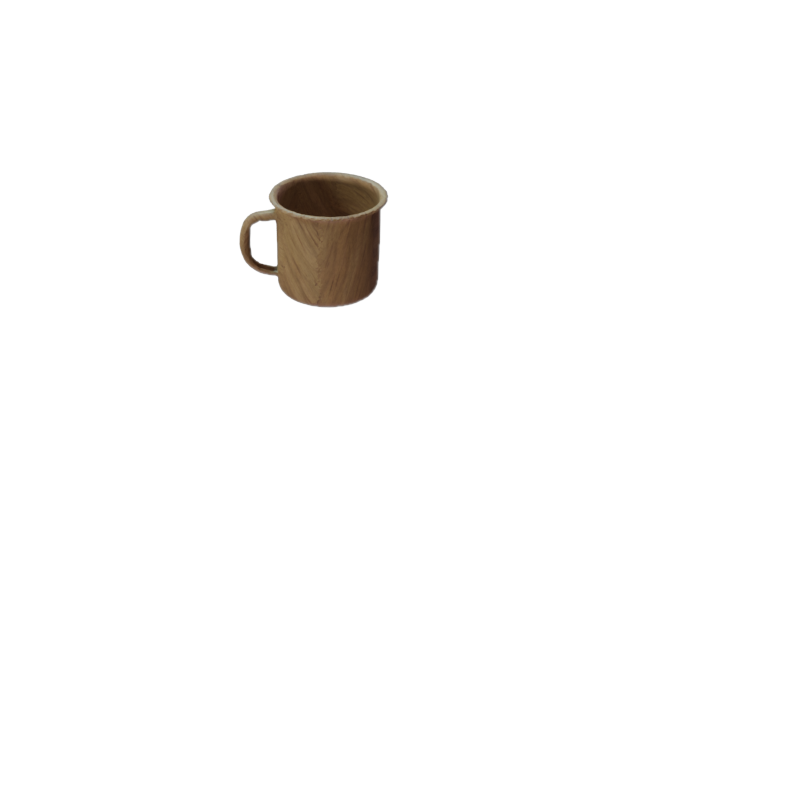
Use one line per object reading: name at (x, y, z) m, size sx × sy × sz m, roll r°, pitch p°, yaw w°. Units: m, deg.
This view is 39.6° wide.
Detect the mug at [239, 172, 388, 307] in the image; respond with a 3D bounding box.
mug at (-0.069, -0.126, 0.881) m, size 0.116 × 0.077 × 0.100 m, roll -5°, pitch 31°, yaw -9°
